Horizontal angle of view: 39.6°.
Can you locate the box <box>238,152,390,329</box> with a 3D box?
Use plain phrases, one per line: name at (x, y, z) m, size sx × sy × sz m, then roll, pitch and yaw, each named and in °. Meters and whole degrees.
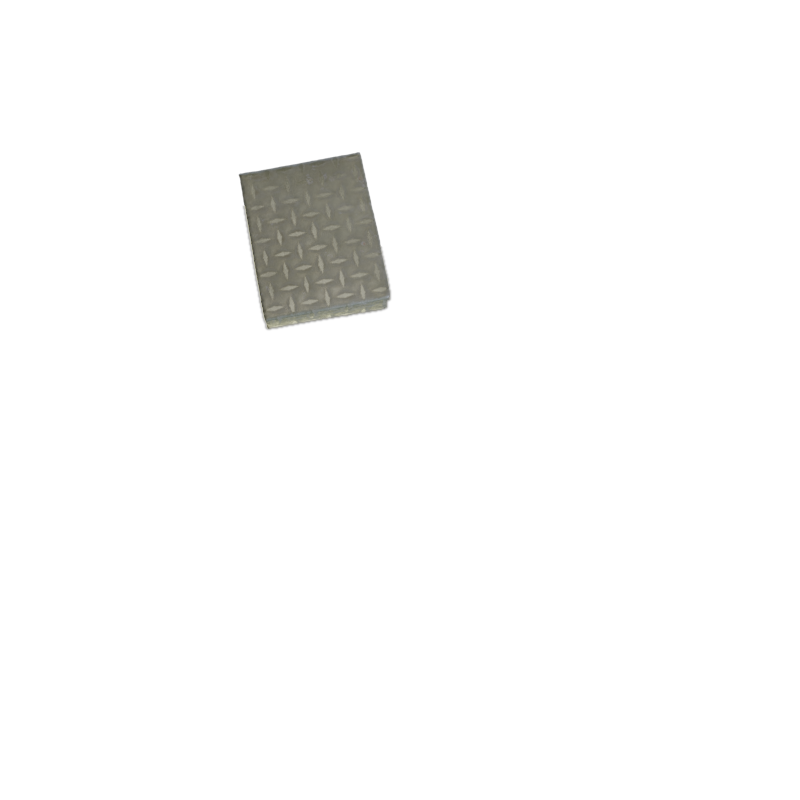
box at (-0.062, -0.113, 0.793) m, size 0.089 × 0.119 × 0.037 m, roll -11°, pitch -17°, yaw -4°
